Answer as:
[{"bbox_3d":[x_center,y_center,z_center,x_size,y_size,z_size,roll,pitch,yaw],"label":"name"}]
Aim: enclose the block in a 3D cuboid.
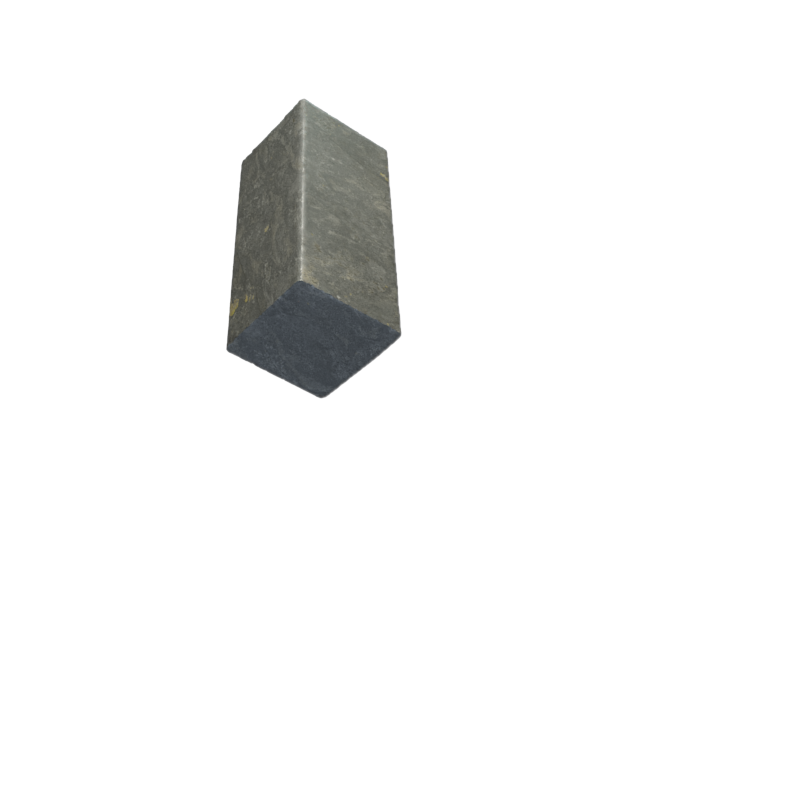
[{"bbox_3d":[-0.066,-0.119,0.836,0.086,0.221,0.089,28,-52,-29],"label":"block"}]
